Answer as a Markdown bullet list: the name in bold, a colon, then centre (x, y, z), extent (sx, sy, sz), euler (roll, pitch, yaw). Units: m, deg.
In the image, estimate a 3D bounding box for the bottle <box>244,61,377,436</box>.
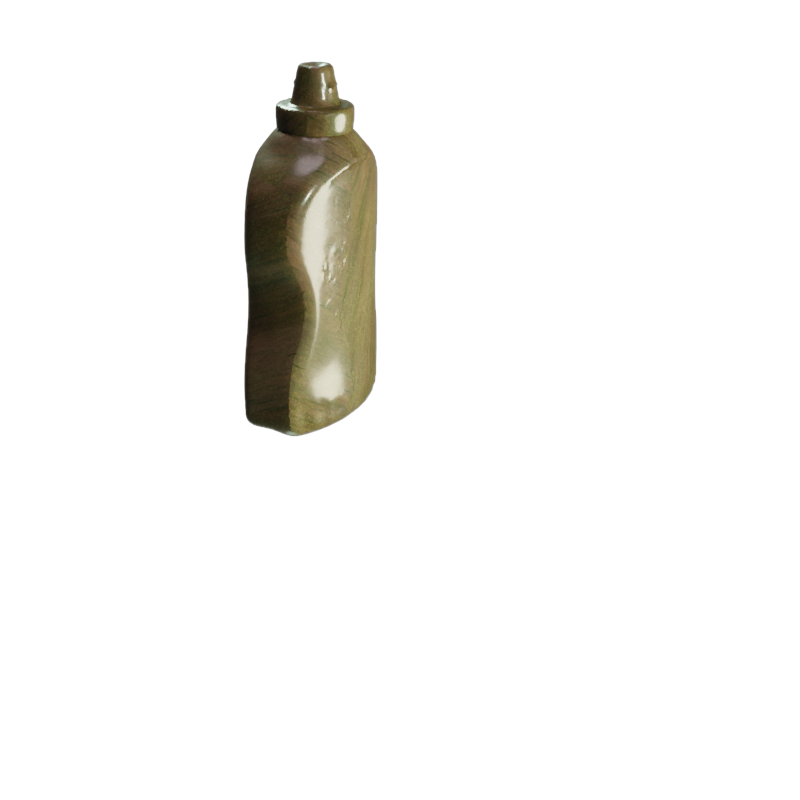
- **bottle**: centre (-0.046, -0.085, 0.597), extent (0.061, 0.183, 0.096), euler (12, 23, 28)
